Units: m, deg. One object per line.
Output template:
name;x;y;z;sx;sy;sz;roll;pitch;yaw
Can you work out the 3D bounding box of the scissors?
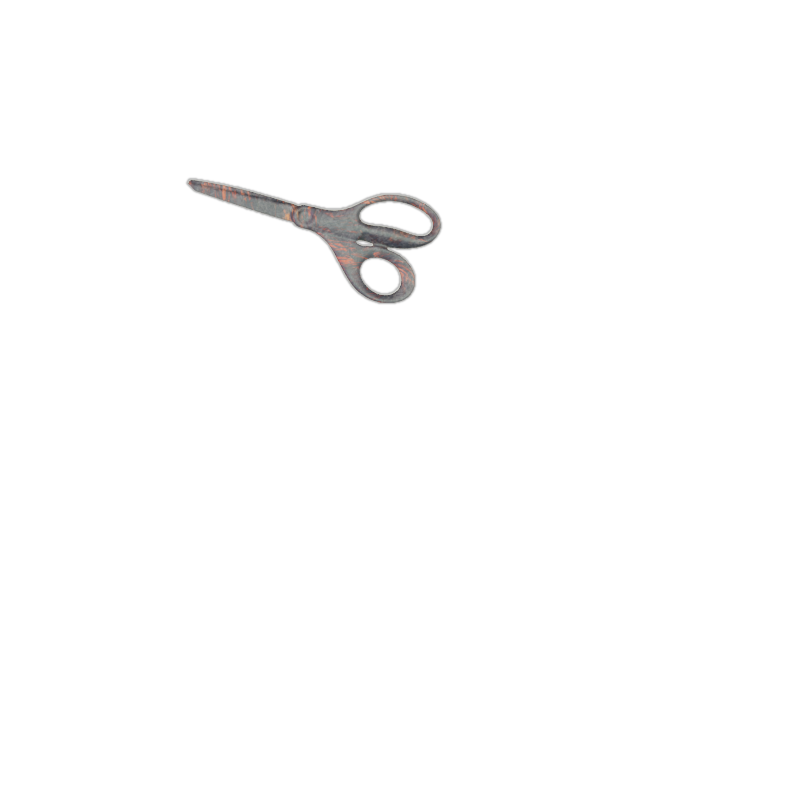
scissors;-0.069;-0.126;0.880;0.201;0.097;0.016;1;-3;0
